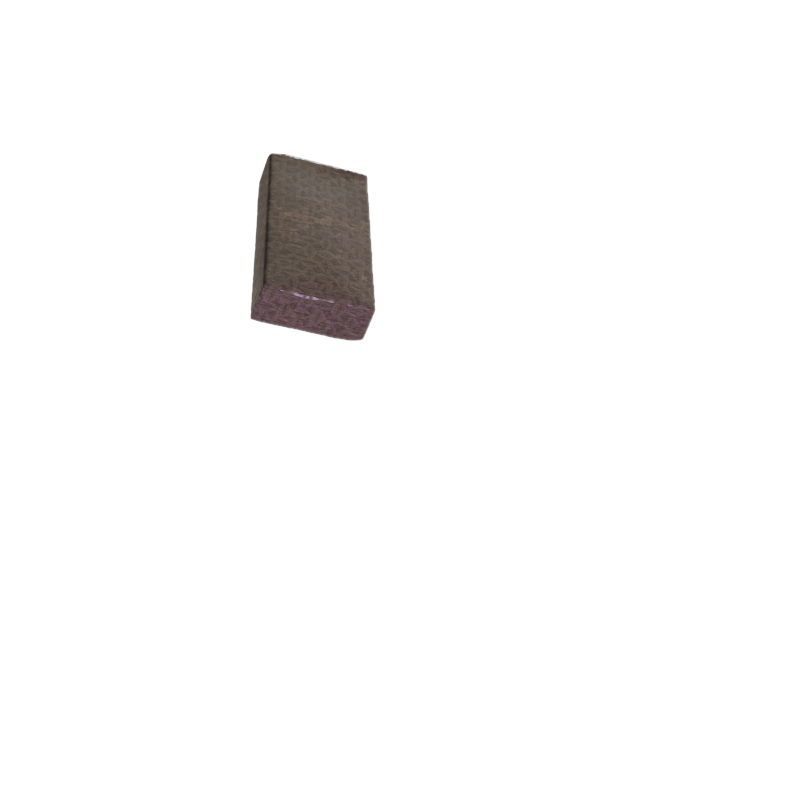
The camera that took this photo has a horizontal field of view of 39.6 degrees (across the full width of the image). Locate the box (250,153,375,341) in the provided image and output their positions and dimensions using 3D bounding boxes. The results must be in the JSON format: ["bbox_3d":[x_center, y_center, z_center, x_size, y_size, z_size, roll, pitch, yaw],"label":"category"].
[{"bbox_3d":[-0.072,-0.132,0.920,0.091,0.189,0.046,11,-45,-15],"label":"box"}]
